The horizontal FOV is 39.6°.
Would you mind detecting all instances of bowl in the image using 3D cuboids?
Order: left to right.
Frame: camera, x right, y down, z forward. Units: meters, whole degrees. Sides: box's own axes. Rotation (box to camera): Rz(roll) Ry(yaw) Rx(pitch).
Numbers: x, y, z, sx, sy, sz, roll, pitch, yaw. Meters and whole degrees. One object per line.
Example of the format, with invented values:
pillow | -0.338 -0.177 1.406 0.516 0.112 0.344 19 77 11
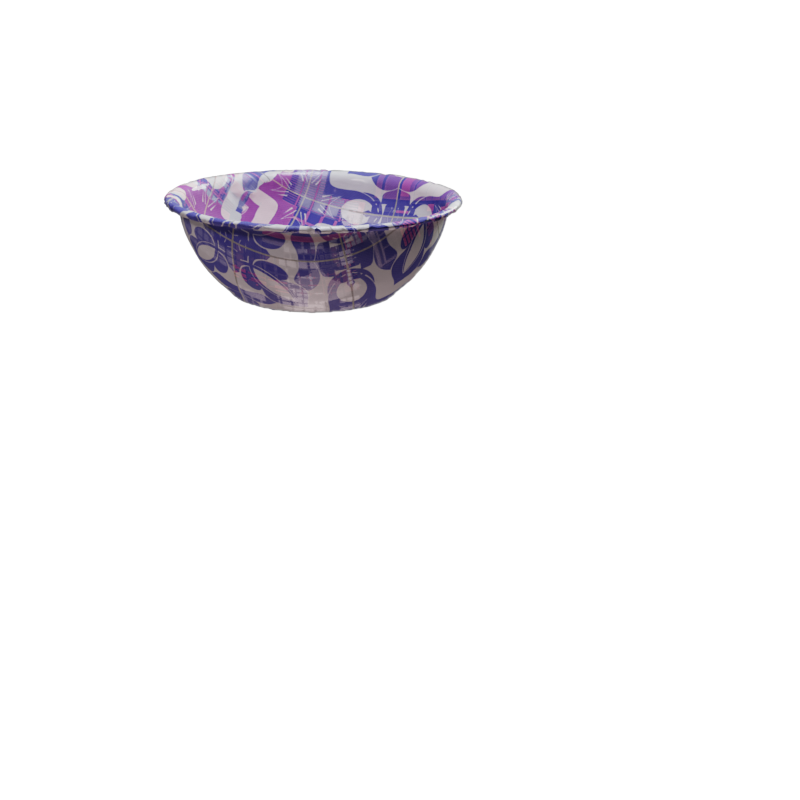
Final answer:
bowl | -0.048 -0.087 0.609 0.162 0.053 0.169 -1 20 -2
